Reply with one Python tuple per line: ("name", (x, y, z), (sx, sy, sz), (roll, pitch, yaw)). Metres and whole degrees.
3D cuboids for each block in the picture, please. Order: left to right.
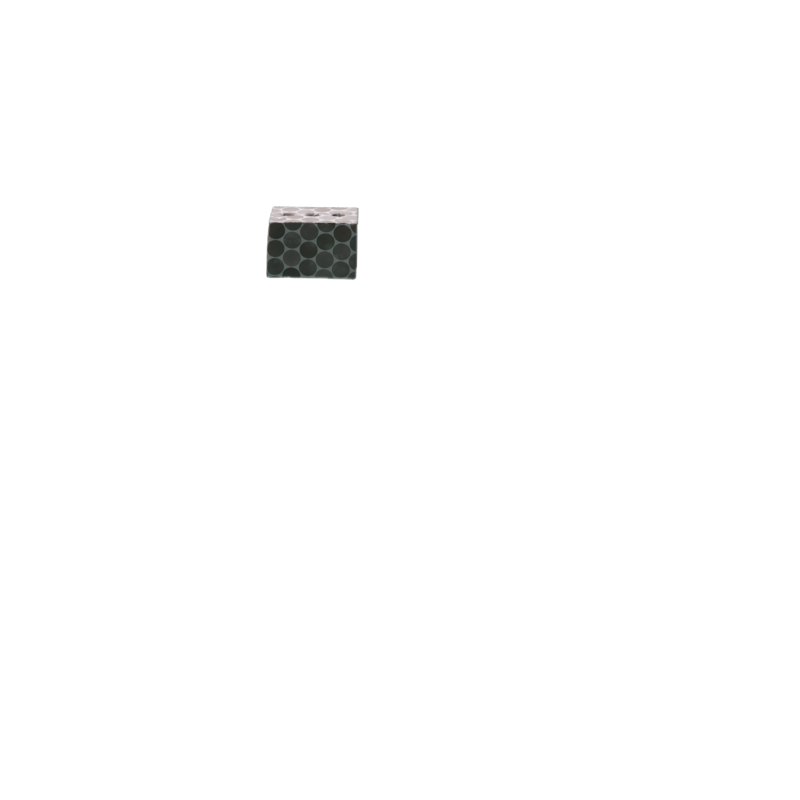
("block", (-0.075, -0.137, 0.957), (0.078, 0.049, 0.055), (1, 22, 1))
